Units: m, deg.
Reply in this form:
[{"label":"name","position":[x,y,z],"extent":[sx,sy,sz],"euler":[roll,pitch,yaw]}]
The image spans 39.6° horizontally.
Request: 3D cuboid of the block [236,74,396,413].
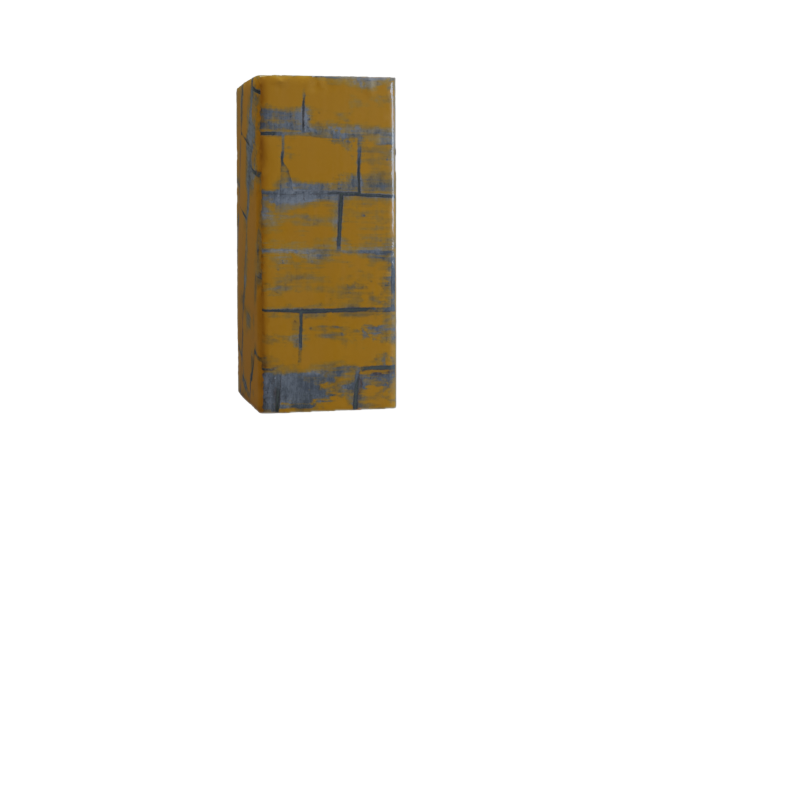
[{"label":"block","position":[-0.057,-0.103,0.721],"extent":[0.089,0.205,0.092],"euler":[-1,3,-15]}]
